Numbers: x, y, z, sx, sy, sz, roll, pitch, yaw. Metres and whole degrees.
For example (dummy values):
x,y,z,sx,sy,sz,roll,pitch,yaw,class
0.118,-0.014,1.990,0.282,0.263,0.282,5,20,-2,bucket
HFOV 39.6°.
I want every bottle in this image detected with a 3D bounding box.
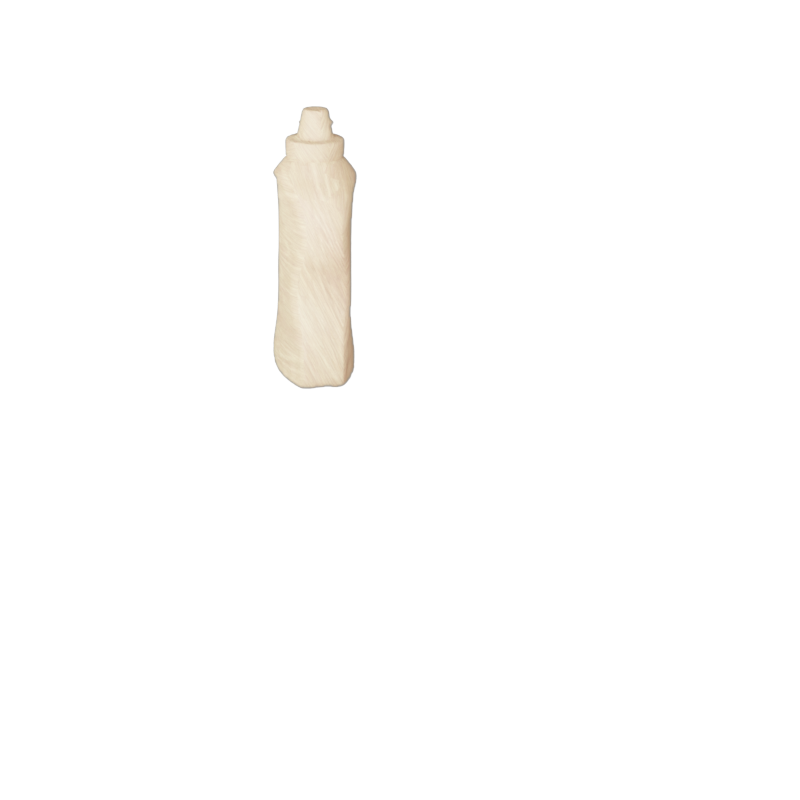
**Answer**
x,y,z,sx,sy,sz,roll,pitch,yaw,class
-0.061,-0.113,0.788,0.058,0.184,0.101,-2,20,-10,bottle
